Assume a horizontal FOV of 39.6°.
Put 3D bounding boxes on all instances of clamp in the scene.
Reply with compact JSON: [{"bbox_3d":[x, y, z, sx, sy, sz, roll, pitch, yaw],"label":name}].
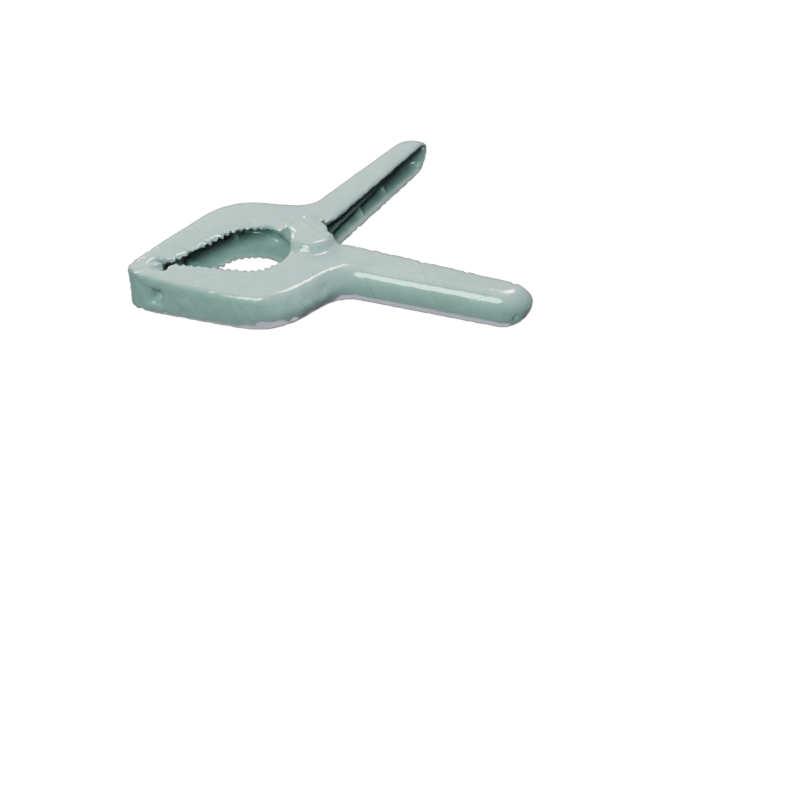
[{"bbox_3d":[-0.050,-0.090,0.633,0.208,0.034,0.178,-8,42,-9],"label":"clamp"}]
